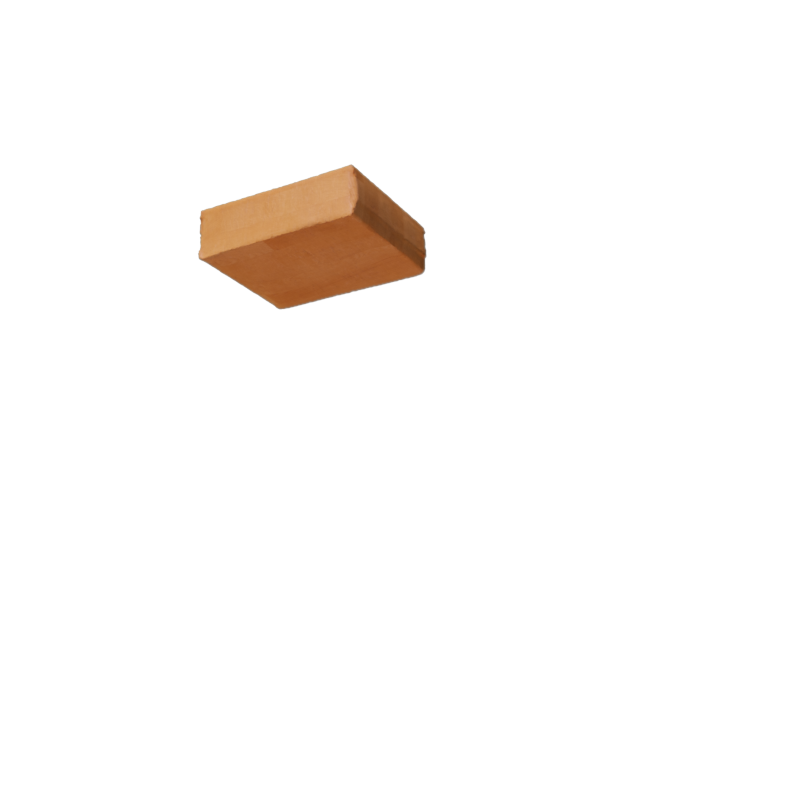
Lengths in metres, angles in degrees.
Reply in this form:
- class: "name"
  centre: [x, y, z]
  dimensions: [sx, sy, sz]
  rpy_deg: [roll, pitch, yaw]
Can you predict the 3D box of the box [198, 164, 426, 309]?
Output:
- class: "box"
  centre: [-0.053, -0.097, 0.682]
  dimensions: [0.115, 0.041, 0.083]
  rpy_deg: [-13, -27, 27]
